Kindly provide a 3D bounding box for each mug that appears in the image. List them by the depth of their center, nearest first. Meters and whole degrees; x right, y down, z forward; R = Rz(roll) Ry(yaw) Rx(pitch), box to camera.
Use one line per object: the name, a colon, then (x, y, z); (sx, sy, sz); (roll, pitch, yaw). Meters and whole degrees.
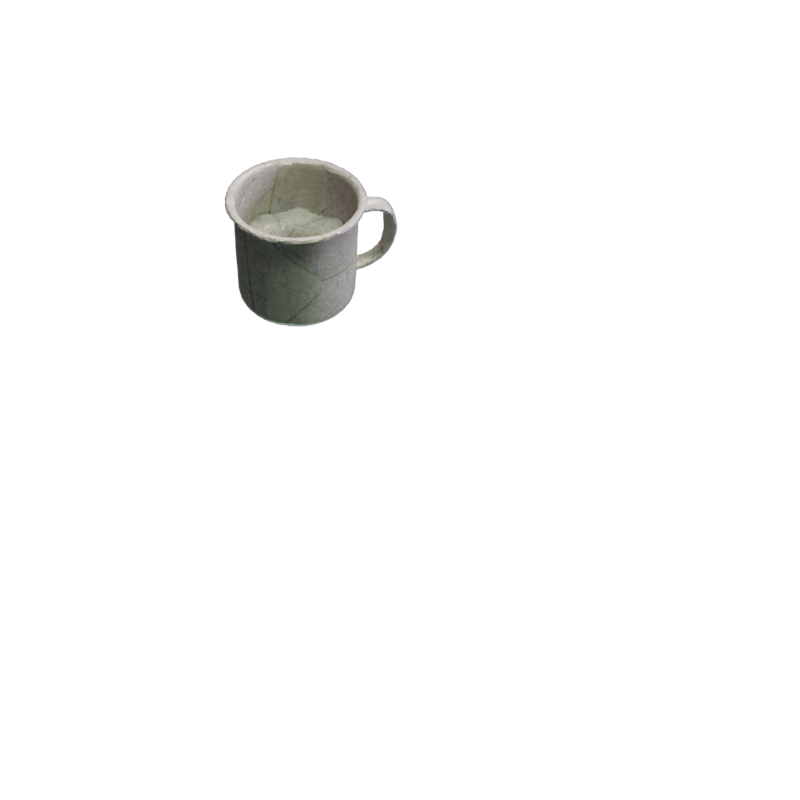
mug: (-0.059, -0.107, 0.751); (0.116, 0.076, 0.101); (-13, 45, -15)
